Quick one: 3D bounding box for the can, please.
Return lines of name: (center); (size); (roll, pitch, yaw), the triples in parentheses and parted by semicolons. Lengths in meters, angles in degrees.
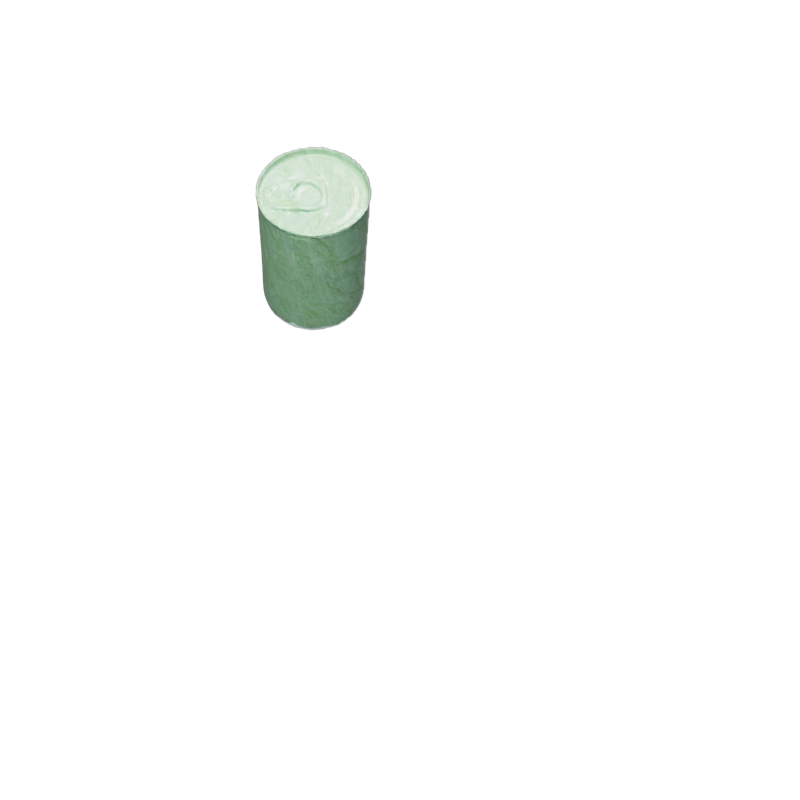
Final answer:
can: (-0.054, -0.098, 0.687); (0.068, 0.073, 0.096); (0, -33, -3)
